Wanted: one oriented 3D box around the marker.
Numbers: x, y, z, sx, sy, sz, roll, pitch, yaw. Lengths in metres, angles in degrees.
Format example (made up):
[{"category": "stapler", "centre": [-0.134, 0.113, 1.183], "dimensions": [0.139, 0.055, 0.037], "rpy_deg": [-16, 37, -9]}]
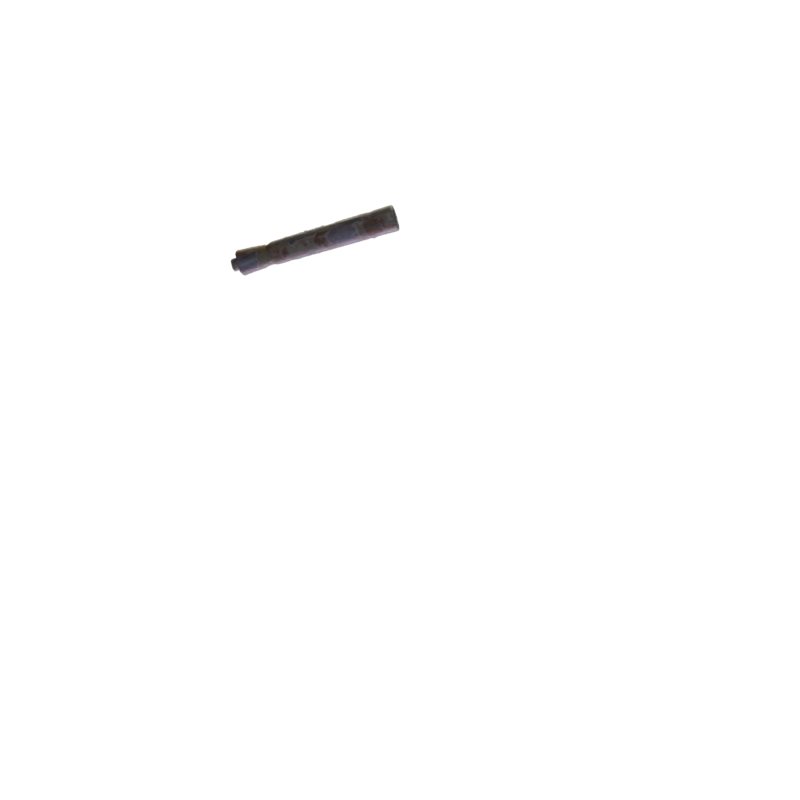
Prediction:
[{"category": "marker", "centre": [-0.061, -0.111, 0.777], "dimensions": [0.122, 0.020, 0.020], "rpy_deg": [-15, 2, 10]}]
